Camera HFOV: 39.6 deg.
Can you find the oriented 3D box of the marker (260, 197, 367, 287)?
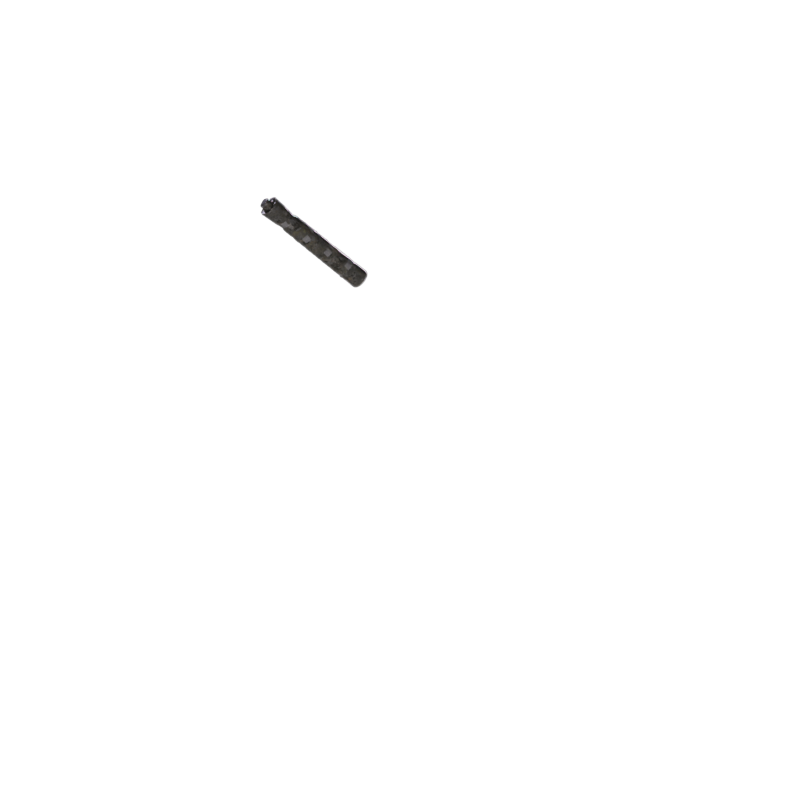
[{"bbox_3d":[-0.076,-0.139,0.977,0.114,0.020,0.020,37,-16,-27],"label":"marker"}]
